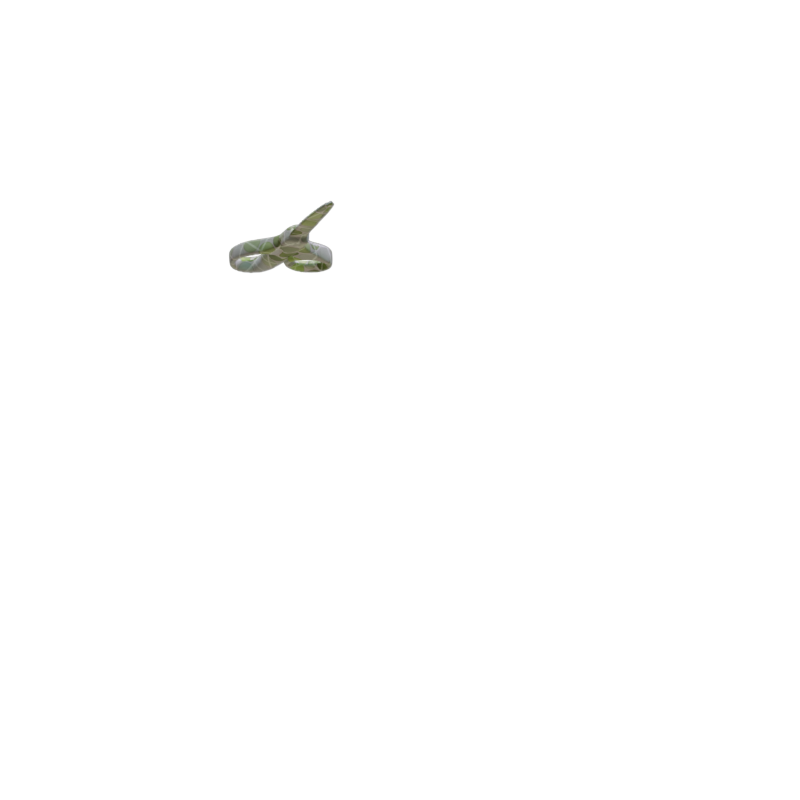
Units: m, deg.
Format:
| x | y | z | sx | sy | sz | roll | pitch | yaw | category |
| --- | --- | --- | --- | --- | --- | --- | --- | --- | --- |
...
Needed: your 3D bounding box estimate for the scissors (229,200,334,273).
| x | y | z | sx | sy | sz | roll | pitch | yaw | category |
| --- | --- | --- | --- | --- | --- | --- | --- | --- | --- |
| -0.069 | -0.127 | 0.887 | 0.092 | 0.016 | 0.205 | 4 | -8 | -33 | scissors |
